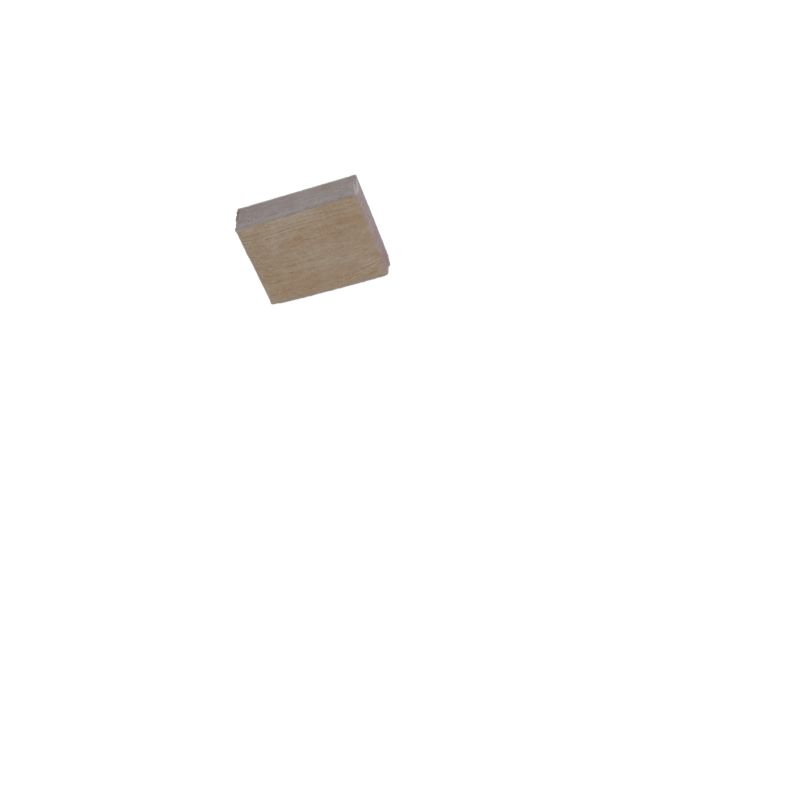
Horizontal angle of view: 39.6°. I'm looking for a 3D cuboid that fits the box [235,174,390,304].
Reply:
[{"bbox_3d":[-0.075,-0.138,0.964,0.114,0.083,0.042,-15,36,11],"label":"box"}]
